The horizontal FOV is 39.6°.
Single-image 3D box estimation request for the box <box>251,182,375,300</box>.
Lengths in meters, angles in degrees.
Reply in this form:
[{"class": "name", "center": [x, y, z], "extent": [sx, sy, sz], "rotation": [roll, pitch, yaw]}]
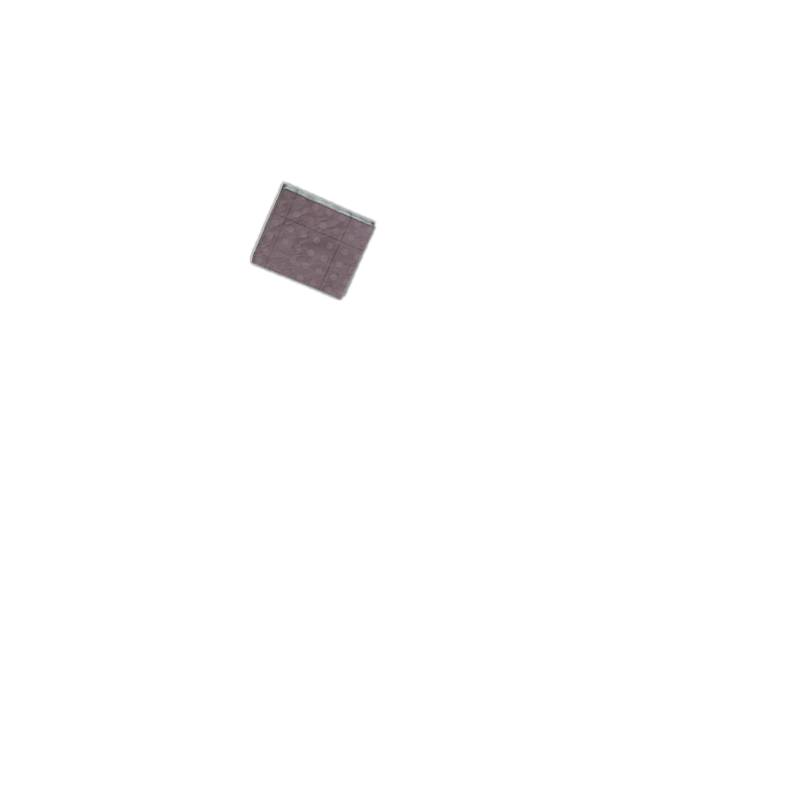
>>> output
[{"class": "box", "center": [-0.076, -0.138, 0.967], "extent": [0.088, 0.071, 0.031], "rotation": [23, 14, -6]}]
